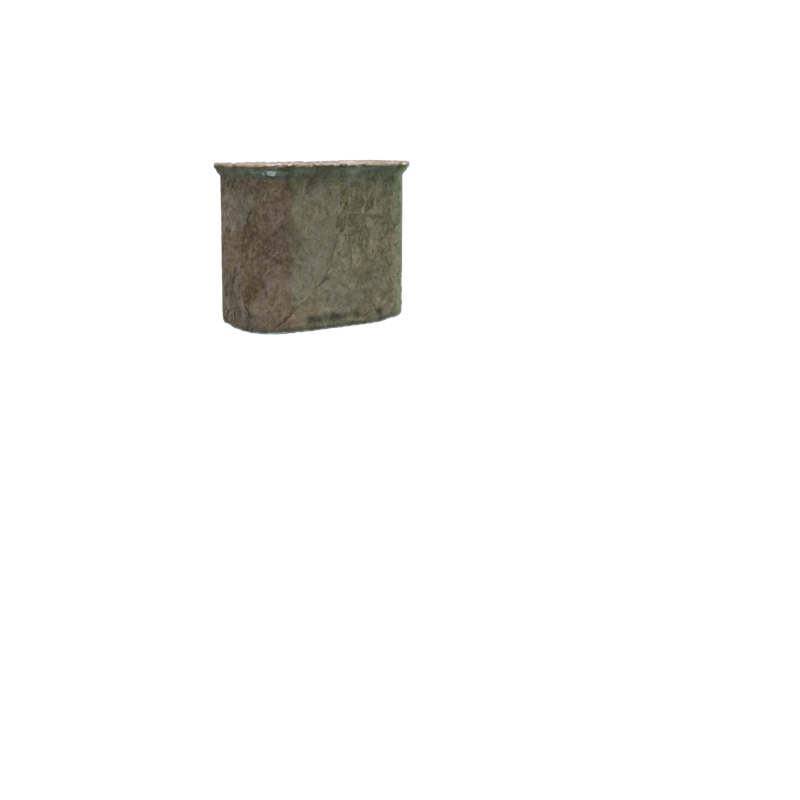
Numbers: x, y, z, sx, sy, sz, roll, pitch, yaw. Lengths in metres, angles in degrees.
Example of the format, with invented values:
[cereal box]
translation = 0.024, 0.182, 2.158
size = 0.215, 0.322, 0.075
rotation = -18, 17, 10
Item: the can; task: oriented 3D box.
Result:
[can]
translation = -0.045, -0.082, 0.576
size = 0.099, 0.082, 0.060
rotation = -7, 11, -38
